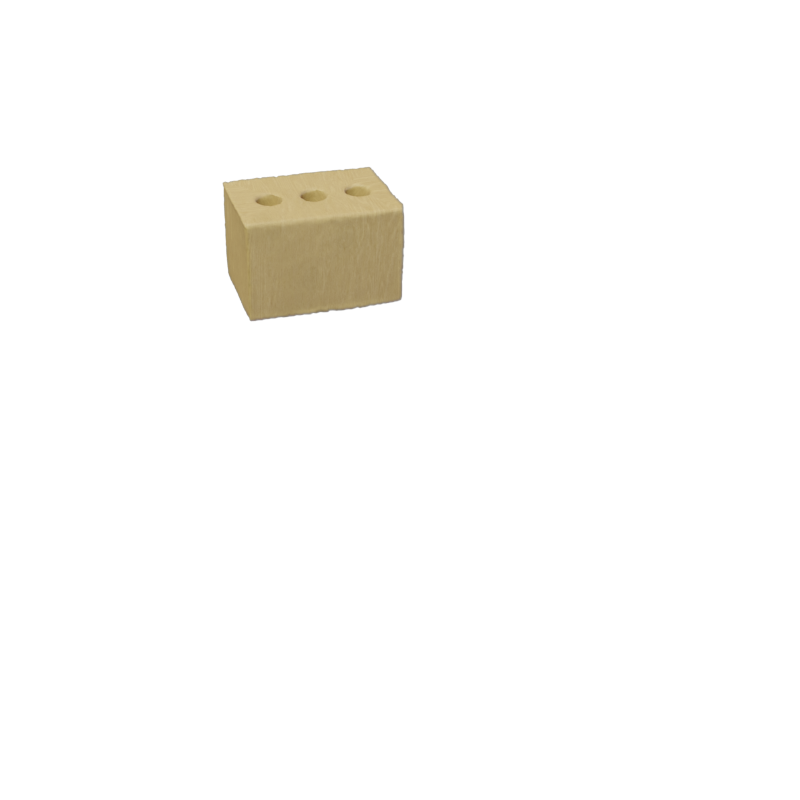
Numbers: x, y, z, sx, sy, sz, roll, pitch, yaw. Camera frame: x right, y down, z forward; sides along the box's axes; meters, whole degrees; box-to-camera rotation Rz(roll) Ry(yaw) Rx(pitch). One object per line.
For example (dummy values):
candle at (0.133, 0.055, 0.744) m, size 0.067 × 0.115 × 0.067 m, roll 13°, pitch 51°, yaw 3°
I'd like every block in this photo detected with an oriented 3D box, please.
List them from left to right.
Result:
block at (-0.042, -0.076, 0.534) m, size 0.077 × 0.048 × 0.057 m, roll -9°, pitch 31°, yaw -15°
